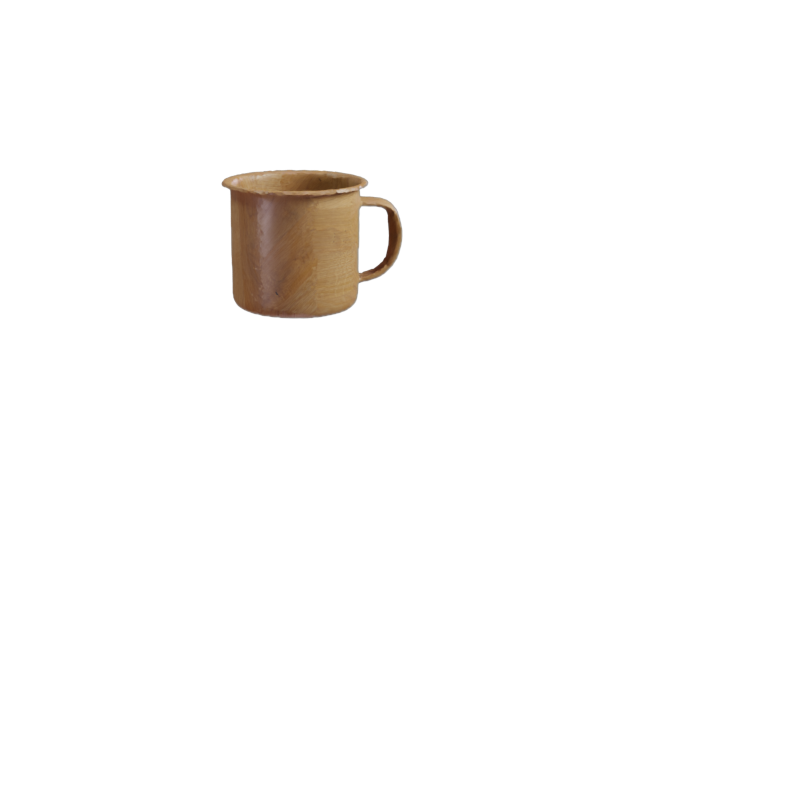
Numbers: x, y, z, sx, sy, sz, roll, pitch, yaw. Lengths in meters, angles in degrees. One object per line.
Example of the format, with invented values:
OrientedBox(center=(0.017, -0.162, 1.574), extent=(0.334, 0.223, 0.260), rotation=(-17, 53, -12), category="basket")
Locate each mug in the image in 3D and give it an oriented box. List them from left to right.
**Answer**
OrientedBox(center=(-0.056, -0.102, 0.714), extent=(0.115, 0.079, 0.098), rotation=(-4, 17, -15), category="mug")
